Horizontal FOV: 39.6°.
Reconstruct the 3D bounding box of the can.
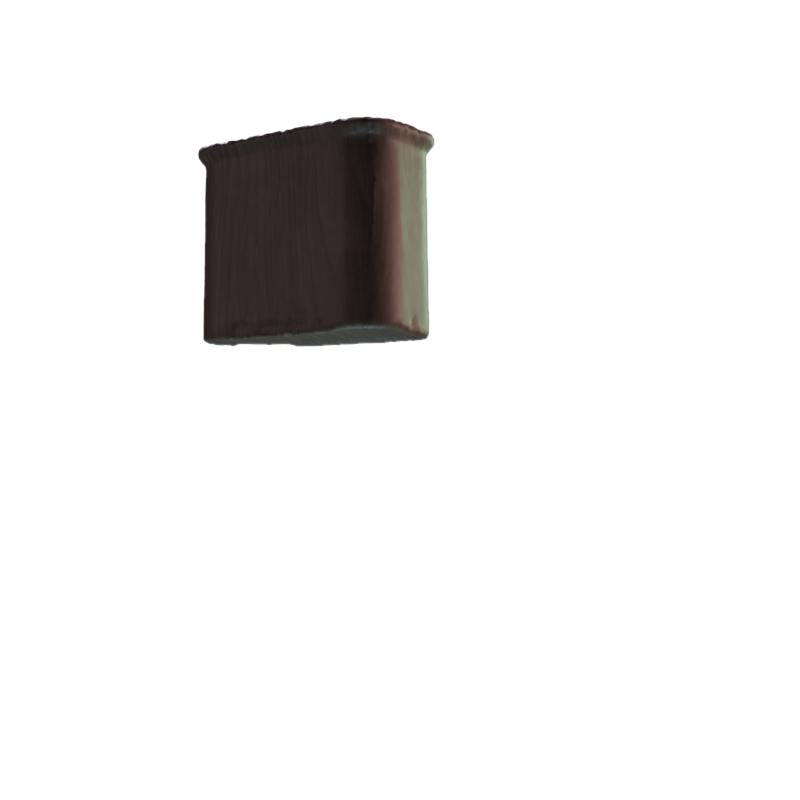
[{"bbox_3d":[-0.036,-0.067,0.466,0.105,0.086,0.055,-4,-8,34],"label":"can"}]
